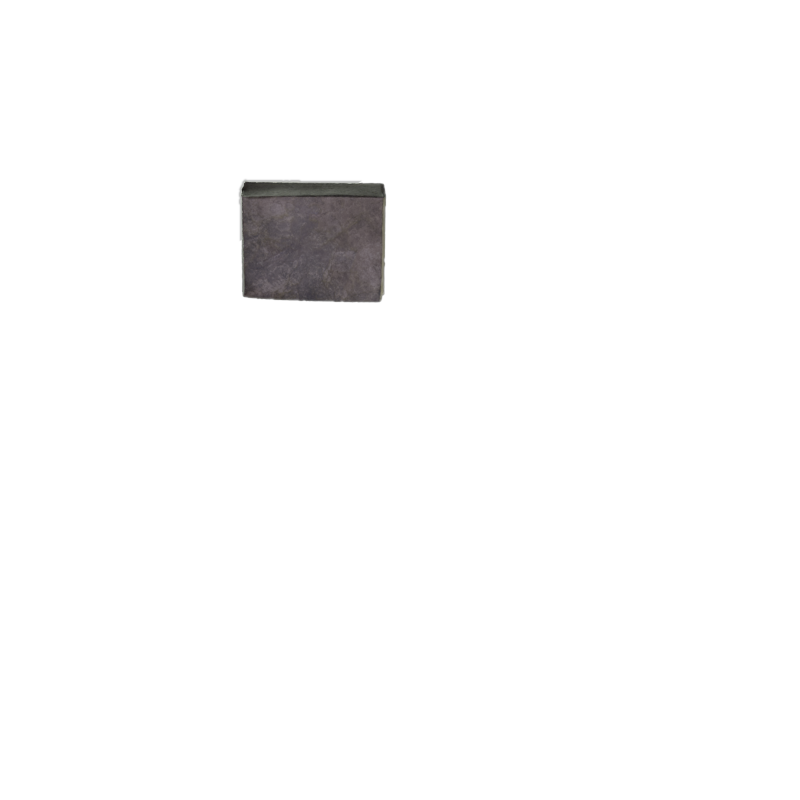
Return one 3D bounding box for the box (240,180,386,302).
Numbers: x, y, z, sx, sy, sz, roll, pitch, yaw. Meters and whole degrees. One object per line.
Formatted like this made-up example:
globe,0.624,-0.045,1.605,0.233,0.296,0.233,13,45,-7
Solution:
box,-0.068,-0.124,0.869,0.113,0.086,0.041,1,23,-1
